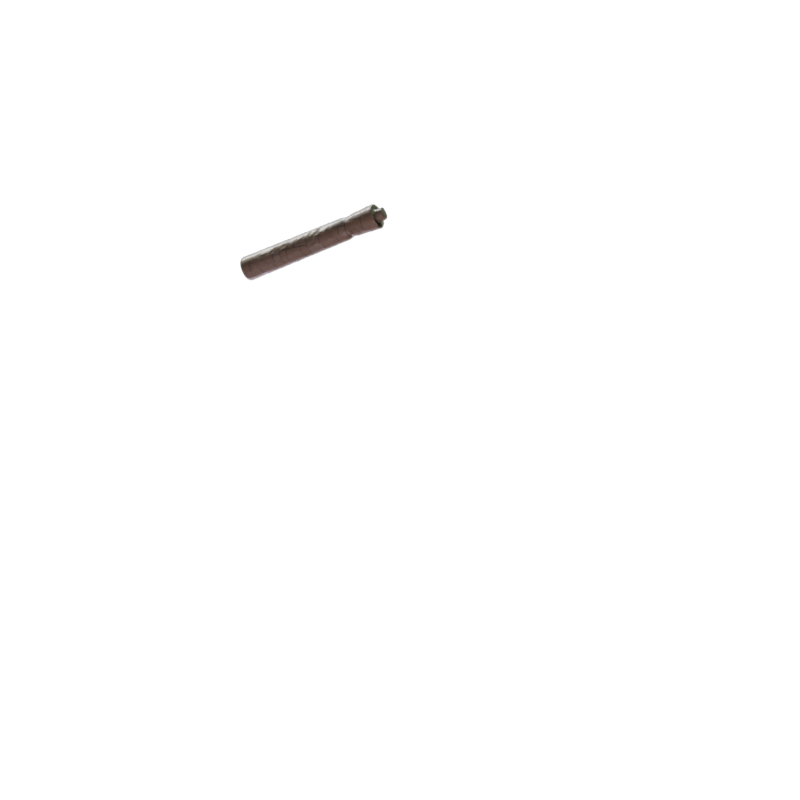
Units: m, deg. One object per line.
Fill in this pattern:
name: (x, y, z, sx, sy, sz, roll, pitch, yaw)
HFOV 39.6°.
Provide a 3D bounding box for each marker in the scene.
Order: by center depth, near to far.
marker: (-0.064, -0.117, 0.820, 0.122, 0.020, 0.019, -18, -4, 25)
